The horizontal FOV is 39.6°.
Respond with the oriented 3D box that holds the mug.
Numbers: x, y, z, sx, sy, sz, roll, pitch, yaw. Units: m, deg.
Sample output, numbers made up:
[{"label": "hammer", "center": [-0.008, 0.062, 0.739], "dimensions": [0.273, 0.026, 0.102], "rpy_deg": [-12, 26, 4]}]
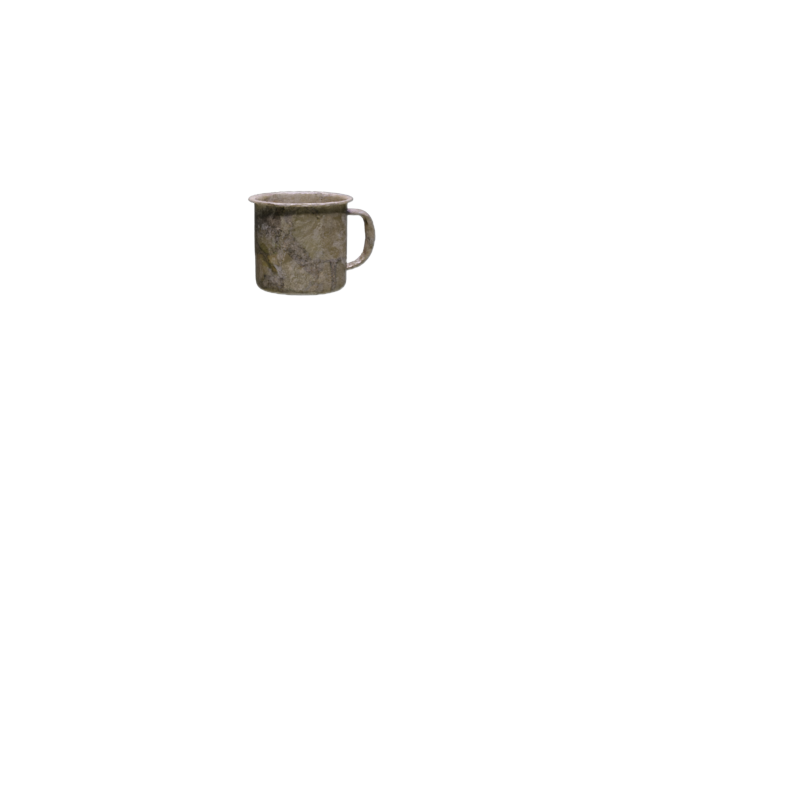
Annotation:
[{"label": "mug", "center": [-0.077, -0.141, 0.987], "dimensions": [0.114, 0.079, 0.098], "rpy_deg": [-6, 16, -24]}]
